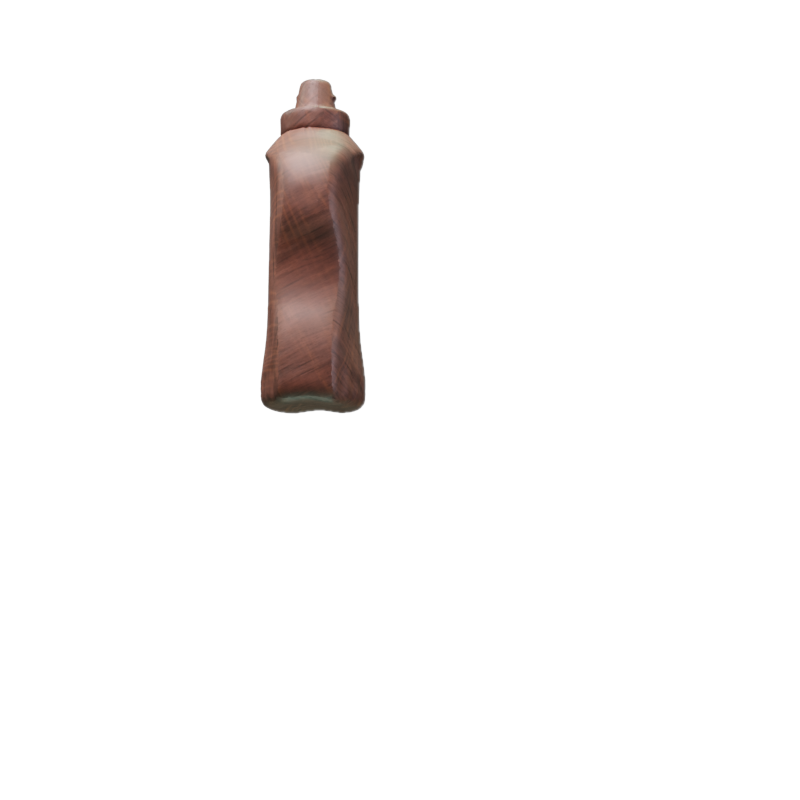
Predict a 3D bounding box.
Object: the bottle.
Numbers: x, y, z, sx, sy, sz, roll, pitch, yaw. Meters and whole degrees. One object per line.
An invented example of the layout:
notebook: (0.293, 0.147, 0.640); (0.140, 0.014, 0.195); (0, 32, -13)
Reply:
bottle: (-0.049, -0.091, 0.636); (0.059, 0.197, 0.093); (-2, -11, 4)
